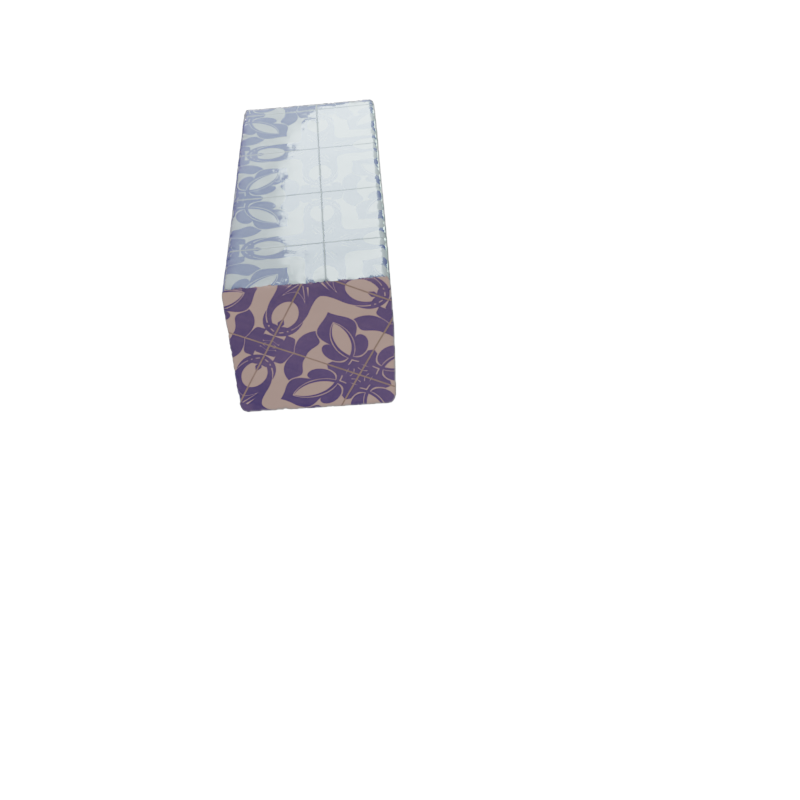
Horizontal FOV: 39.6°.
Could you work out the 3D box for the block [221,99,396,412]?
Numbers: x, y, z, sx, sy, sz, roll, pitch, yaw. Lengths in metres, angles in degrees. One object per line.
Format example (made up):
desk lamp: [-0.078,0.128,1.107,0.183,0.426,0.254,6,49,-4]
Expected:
block: [-0.053,-0.097,0.687,0.091,0.084,0.221,-5,39,0]
